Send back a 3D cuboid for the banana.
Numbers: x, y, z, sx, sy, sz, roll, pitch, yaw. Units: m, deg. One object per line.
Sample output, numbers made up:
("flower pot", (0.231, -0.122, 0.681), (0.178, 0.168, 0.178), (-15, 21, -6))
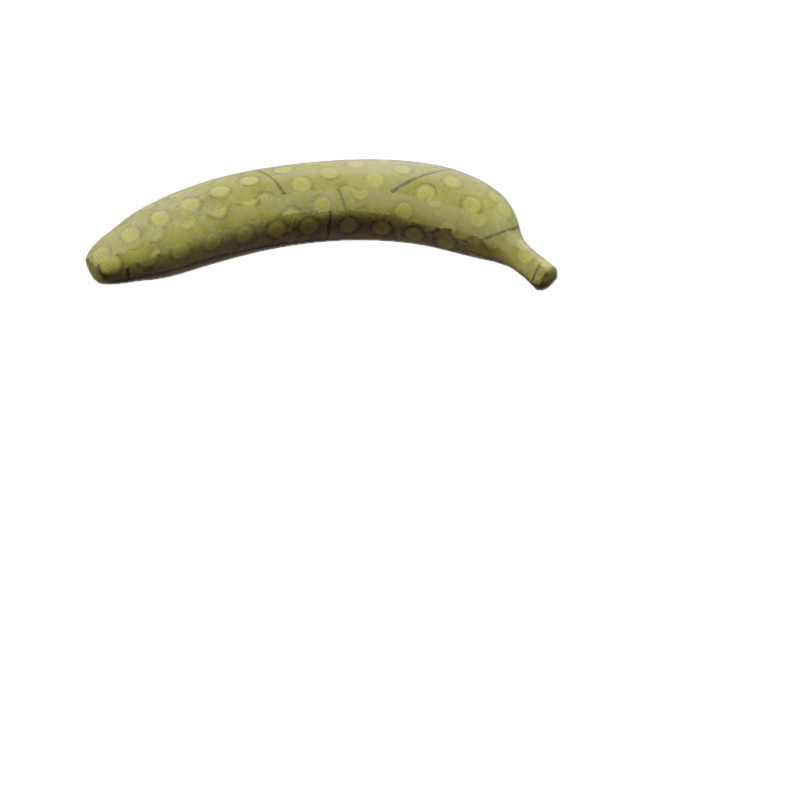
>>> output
("banana", (-0.035, -0.079, 0.484), (0.197, 0.034, 0.074), (-1, 36, -2))
